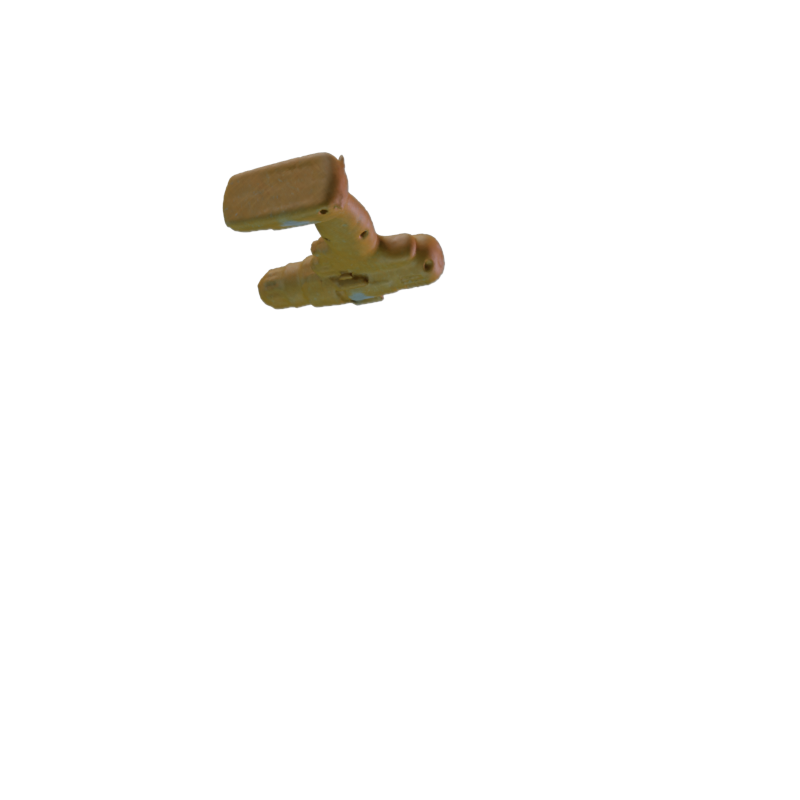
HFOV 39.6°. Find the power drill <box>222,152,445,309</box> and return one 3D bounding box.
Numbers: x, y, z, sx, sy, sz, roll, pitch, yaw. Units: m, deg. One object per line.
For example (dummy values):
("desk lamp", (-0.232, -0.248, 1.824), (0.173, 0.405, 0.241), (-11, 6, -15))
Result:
("power drill", (-0.076, -0.138, 0.967), (0.187, 0.061, 0.174), (-10, -24, 24))
